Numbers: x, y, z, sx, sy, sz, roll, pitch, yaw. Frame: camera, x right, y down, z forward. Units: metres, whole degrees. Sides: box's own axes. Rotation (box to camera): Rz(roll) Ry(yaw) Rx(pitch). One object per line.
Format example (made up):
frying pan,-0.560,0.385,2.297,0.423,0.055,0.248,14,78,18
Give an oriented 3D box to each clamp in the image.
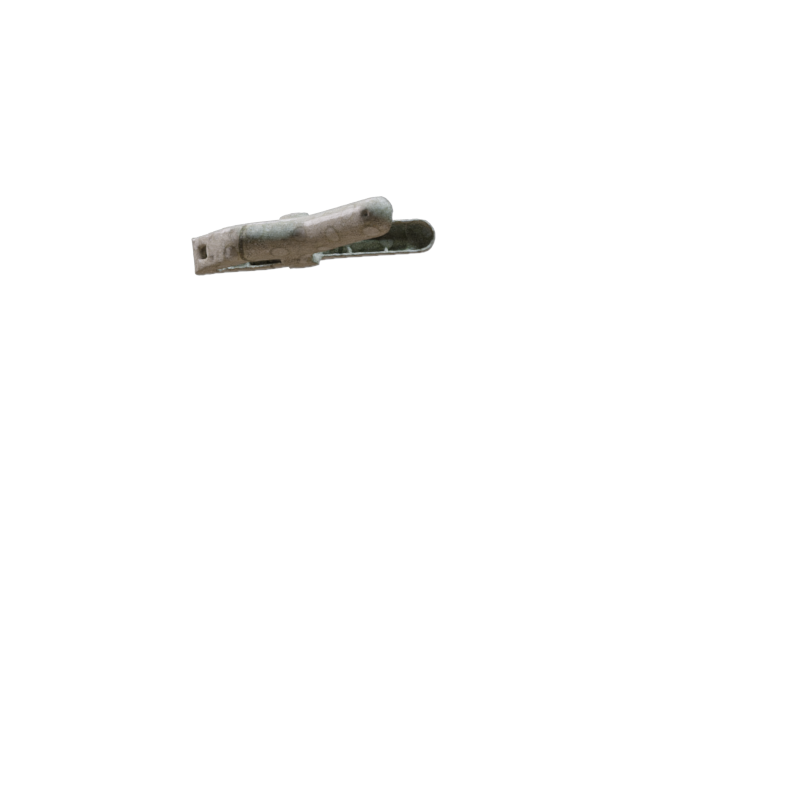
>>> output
clamp,-0.061,-0.111,0.779,0.176,0.040,0.114,-3,-7,27
